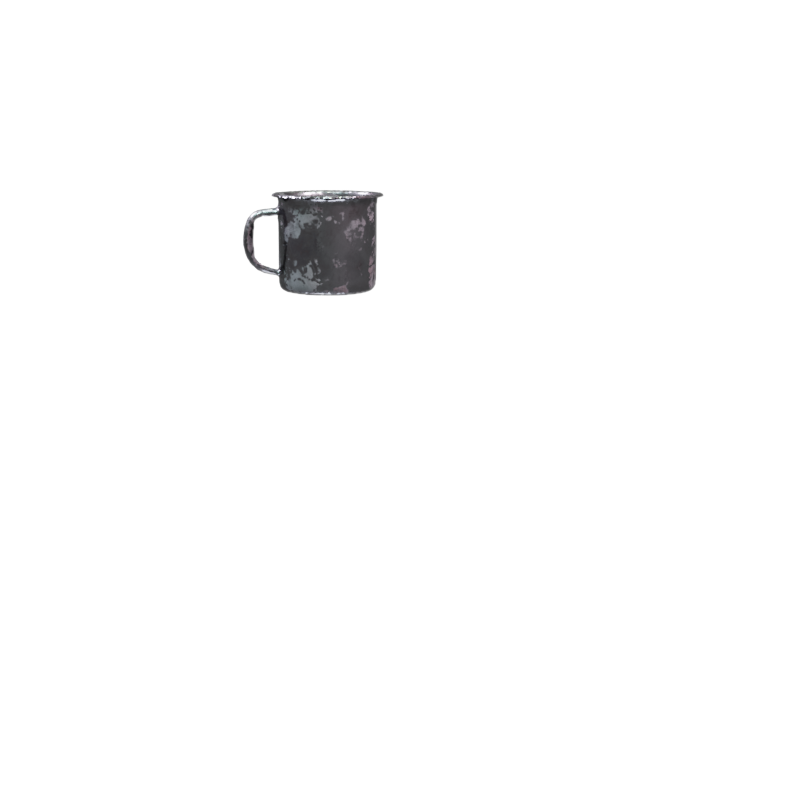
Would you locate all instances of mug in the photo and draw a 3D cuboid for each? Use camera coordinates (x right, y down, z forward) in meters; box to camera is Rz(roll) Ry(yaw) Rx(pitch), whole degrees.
[{"bbox_3d":[-0.072,-0.132,0.926,0.116,0.080,0.096,-2,10,-10],"label":"mug"}]
